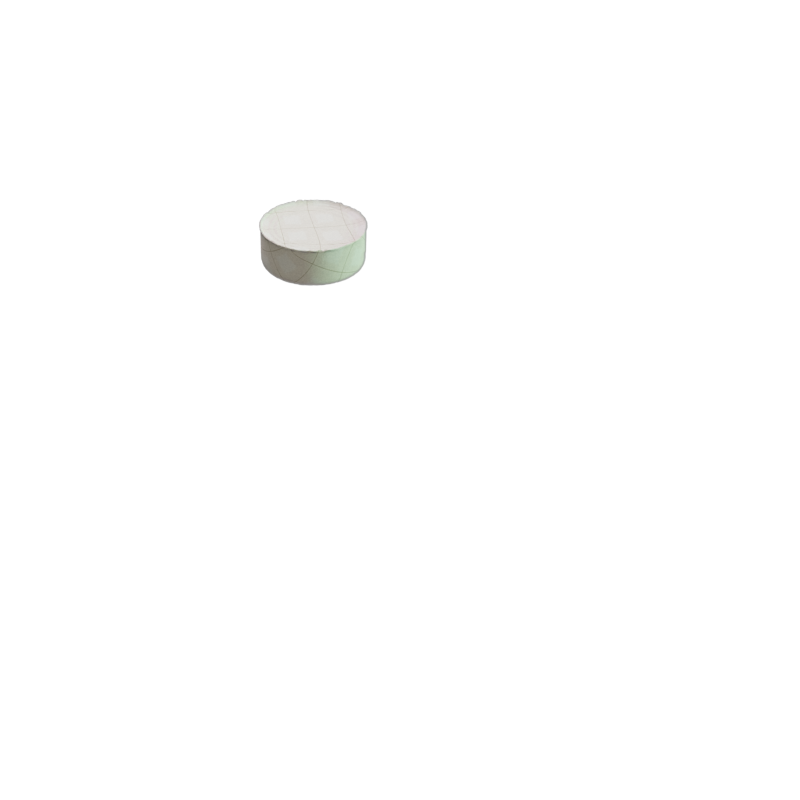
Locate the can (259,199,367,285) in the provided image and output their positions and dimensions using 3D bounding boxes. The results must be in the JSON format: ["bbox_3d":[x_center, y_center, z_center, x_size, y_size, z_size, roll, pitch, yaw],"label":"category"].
[{"bbox_3d":[-0.069,-0.126,0.884,0.086,0.031,0.092,-1,35,-2],"label":"can"}]
